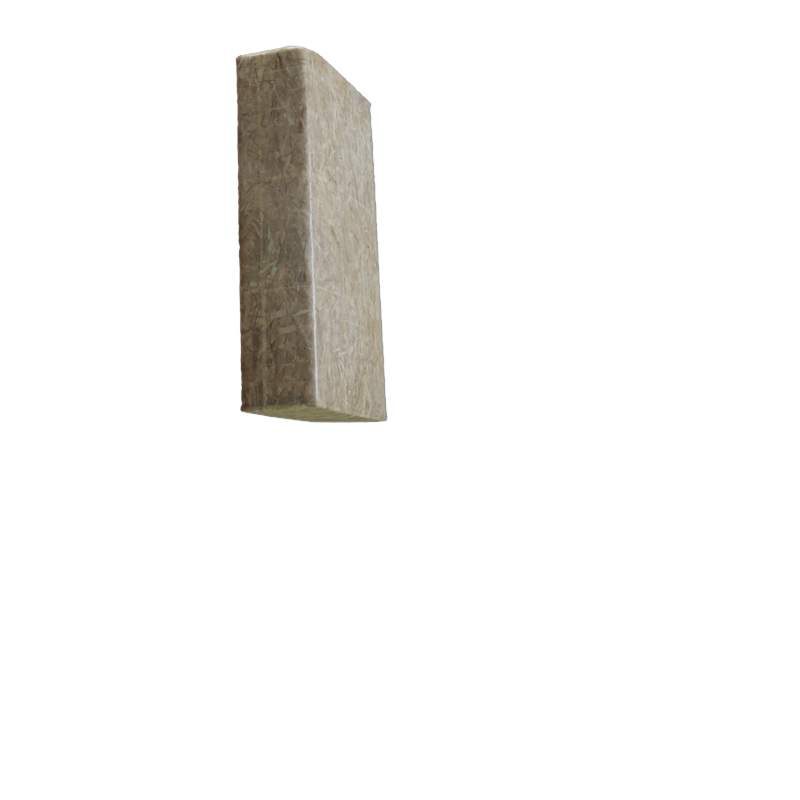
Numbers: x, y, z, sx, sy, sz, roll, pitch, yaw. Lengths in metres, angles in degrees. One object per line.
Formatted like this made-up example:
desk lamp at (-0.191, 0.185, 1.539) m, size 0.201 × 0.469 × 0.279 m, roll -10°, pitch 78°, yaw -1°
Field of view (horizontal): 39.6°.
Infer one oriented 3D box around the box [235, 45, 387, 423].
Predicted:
box at (-0.043, -0.079, 0.556) m, size 0.049 × 0.182 × 0.089 m, roll -6°, pitch -12°, yaw 20°
